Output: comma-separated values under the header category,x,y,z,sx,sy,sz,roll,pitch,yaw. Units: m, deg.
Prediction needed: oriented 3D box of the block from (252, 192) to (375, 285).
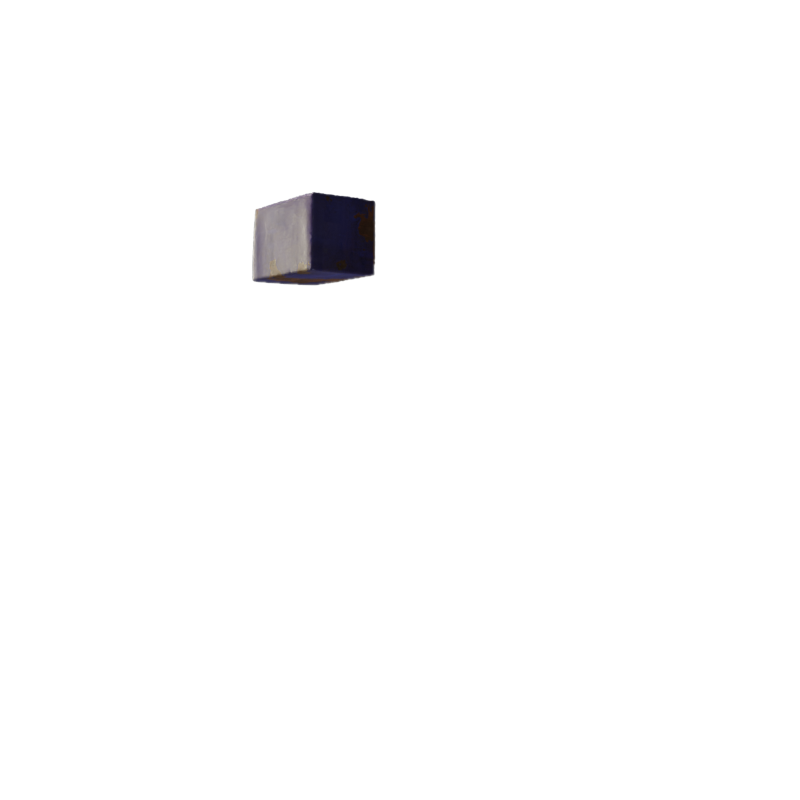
category,x,y,z,sx,sy,sz,roll,pitch,yaw
block,-0.059,-0.108,0.755,0.050,0.052,0.080,3,-5,-36
